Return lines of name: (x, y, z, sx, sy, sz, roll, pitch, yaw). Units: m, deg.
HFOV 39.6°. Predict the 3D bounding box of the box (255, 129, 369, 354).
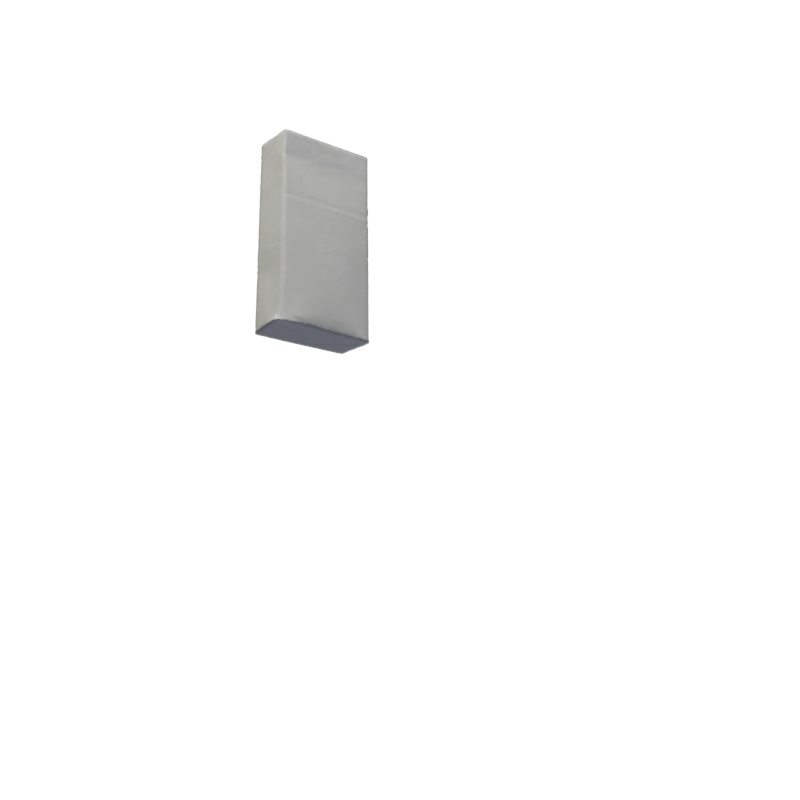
box: (-0.074, -0.136, 0.951, 0.089, 0.186, 0.048, 15, -29, -34)
